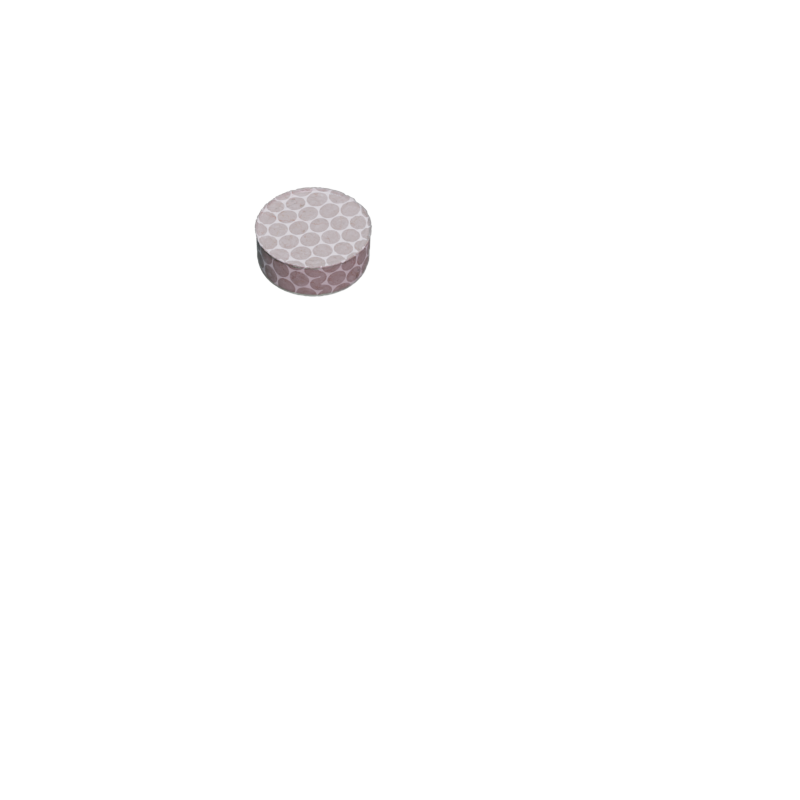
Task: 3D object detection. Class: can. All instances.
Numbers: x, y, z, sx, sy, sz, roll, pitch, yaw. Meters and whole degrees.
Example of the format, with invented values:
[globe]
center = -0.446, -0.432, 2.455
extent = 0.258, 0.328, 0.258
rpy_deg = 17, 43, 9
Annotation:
[can]
center = -0.064, -0.117, 0.821
extent = 0.086, 0.092, 0.031
rpy_deg = -1, -42, -1
